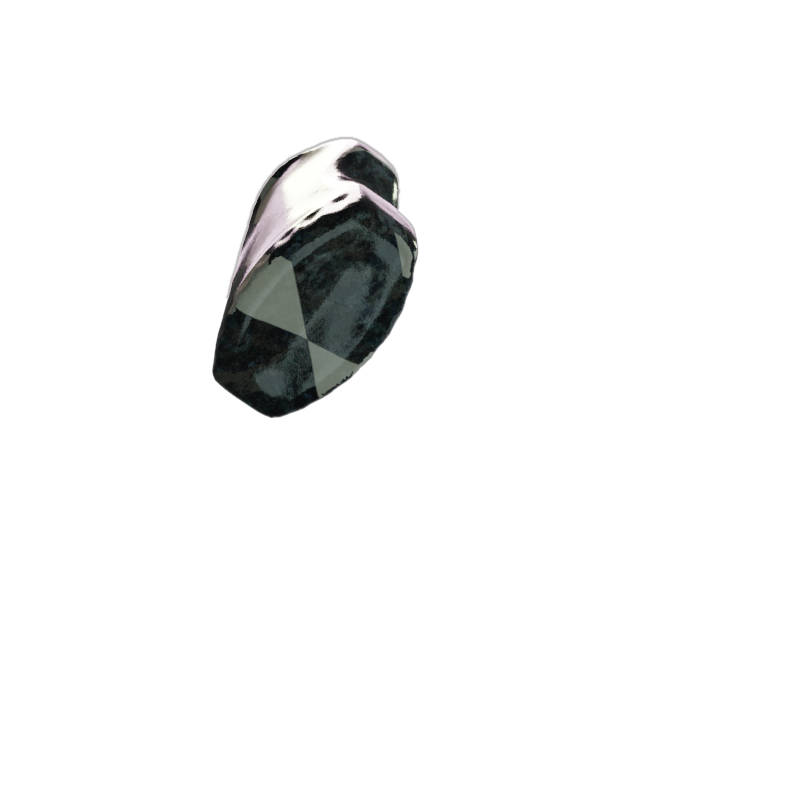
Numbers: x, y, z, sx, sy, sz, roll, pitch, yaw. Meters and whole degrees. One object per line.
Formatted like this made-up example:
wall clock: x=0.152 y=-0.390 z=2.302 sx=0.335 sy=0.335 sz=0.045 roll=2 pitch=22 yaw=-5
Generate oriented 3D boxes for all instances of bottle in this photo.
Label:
bottle: x=-0.040 y=-0.073 z=0.513 sx=0.056 sy=0.094 sz=0.202 roll=34 pitch=18 yaw=-18
